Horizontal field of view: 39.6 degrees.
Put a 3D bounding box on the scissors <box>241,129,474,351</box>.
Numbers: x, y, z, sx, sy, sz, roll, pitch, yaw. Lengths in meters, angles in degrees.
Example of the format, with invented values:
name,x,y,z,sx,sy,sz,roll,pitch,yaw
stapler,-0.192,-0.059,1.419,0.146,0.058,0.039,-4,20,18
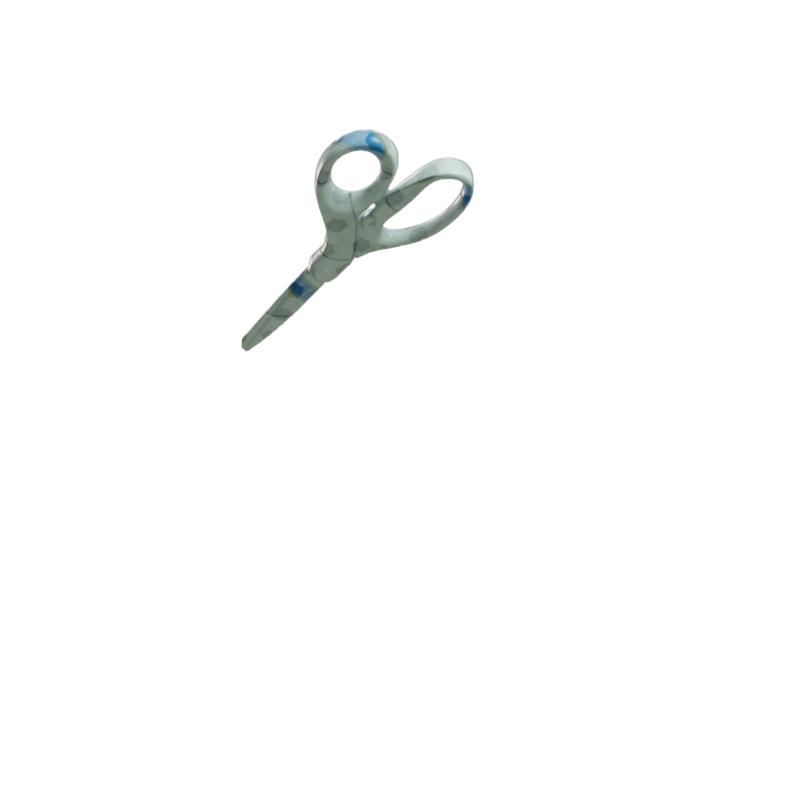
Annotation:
name,x,y,z,sx,sy,sz,roll,pitch,yaw
scissors,-0.051,-0.092,0.647,0.201,0.017,0.090,-27,-46,29
